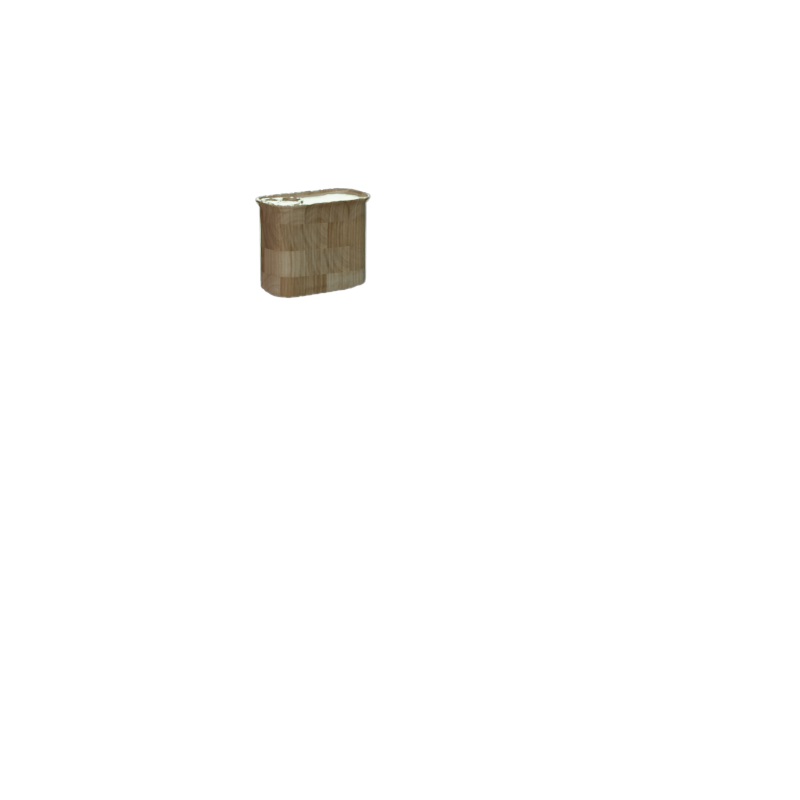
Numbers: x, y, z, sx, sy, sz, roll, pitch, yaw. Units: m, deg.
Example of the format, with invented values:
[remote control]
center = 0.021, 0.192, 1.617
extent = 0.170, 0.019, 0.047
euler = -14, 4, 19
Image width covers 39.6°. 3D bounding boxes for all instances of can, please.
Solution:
[can]
center = -0.078, -0.142, 0.996
extent = 0.099, 0.081, 0.061
euler = -10, 19, -31
